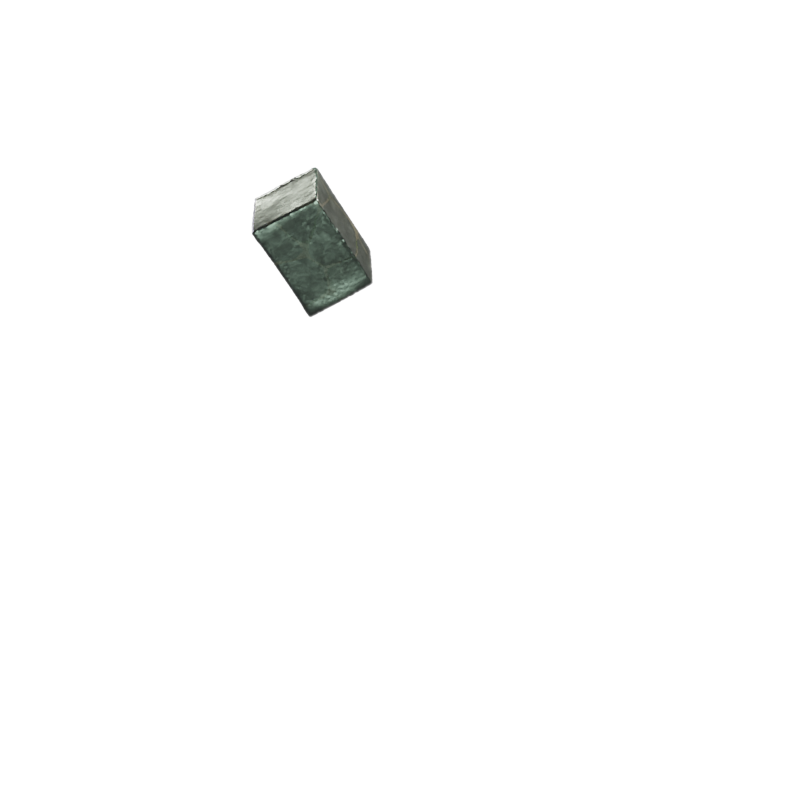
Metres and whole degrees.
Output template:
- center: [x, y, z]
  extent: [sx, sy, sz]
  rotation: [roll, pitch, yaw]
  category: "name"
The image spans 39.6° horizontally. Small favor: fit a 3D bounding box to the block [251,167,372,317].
- center: [-0.060, -0.109, 0.764]
  extent: [0.053, 0.073, 0.054]
  rotation: [-26, 28, 13]
  category: "block"
